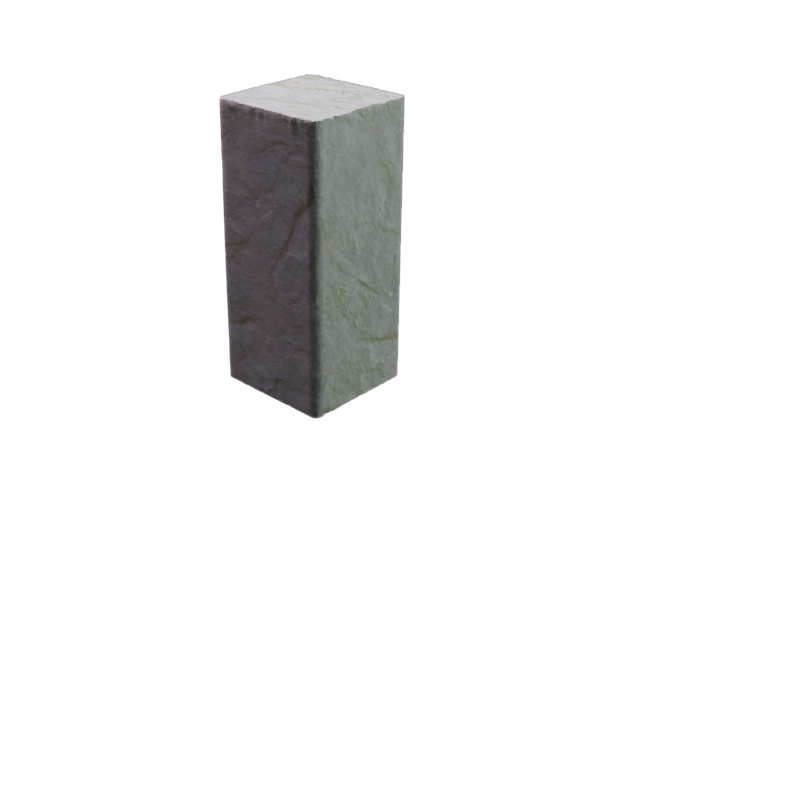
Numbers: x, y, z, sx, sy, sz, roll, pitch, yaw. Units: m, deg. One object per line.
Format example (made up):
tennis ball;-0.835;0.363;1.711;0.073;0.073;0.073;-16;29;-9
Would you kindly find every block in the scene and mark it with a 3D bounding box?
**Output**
block;-0.060;-0.108;0.757;0.096;0.196;0.089;22;31;37
